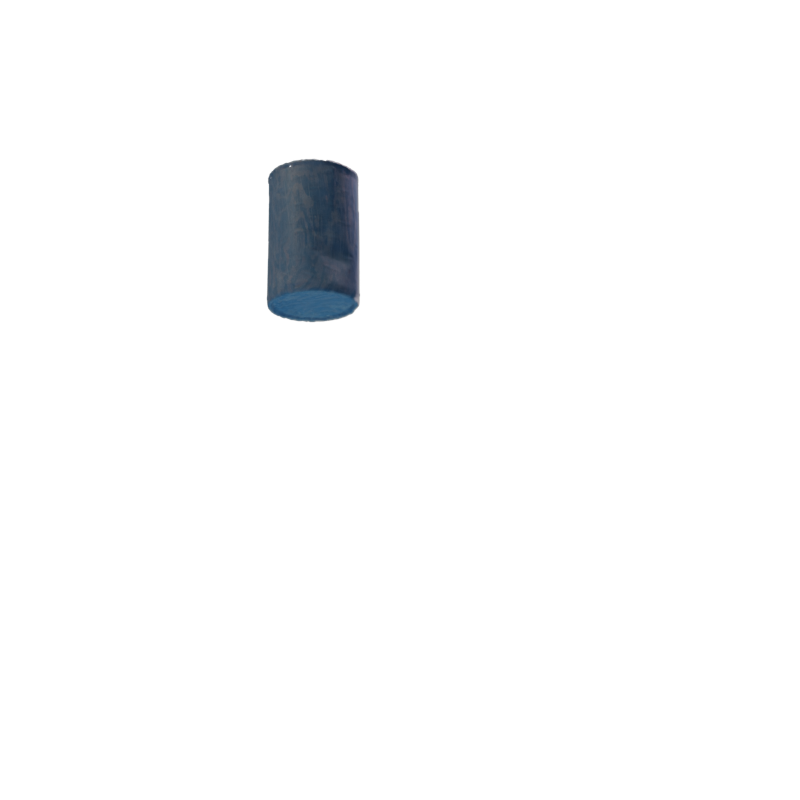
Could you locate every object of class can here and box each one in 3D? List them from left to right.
[{"bbox_3d":[-0.063,-0.116,0.810,0.068,0.107,0.065,0,-20,-2],"label":"can"}]
